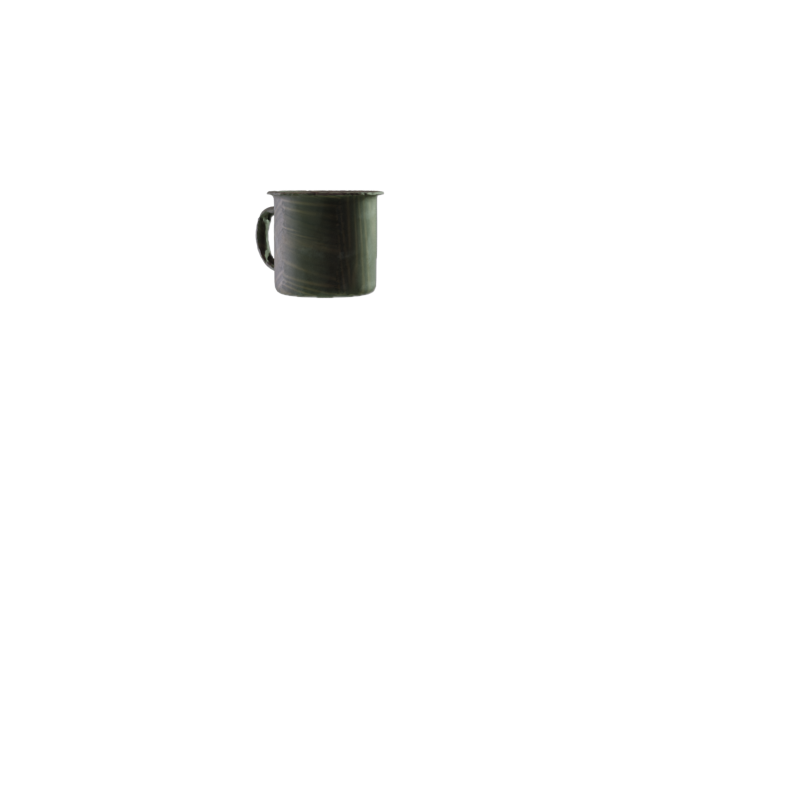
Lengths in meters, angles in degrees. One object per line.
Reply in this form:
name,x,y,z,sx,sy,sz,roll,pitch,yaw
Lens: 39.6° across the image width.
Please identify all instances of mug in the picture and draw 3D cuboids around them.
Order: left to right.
mug,-0.069,-0.127,0.888,0.122,0.080,0.091,6,10,34
